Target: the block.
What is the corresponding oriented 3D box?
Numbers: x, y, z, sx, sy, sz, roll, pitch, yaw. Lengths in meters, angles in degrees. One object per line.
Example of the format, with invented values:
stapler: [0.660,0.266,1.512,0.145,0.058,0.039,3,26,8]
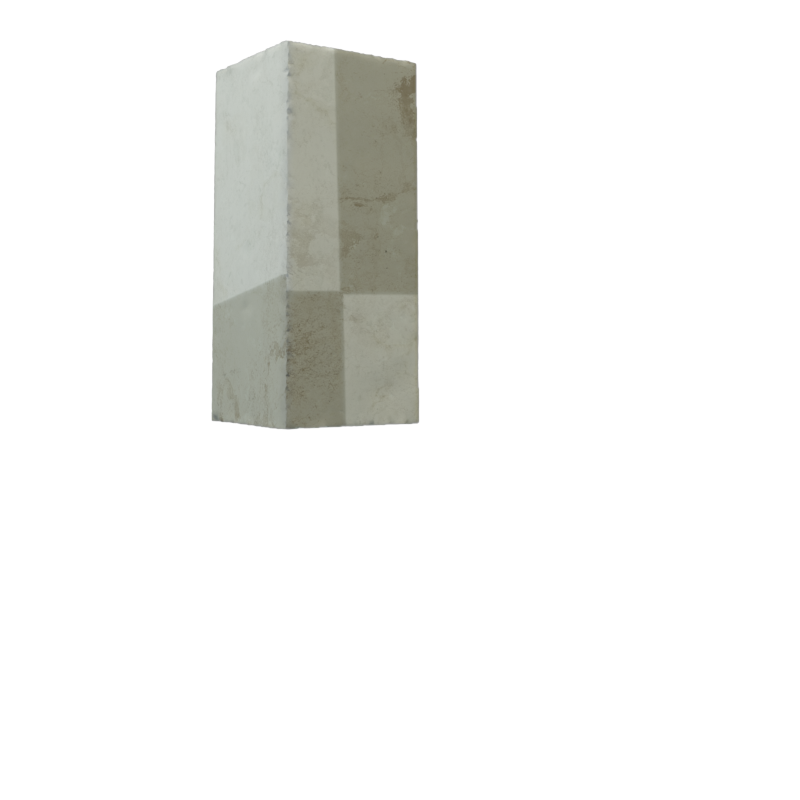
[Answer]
block: [-0.050,-0.091,0.641,0.087,0.209,0.093,3,-5,-34]
